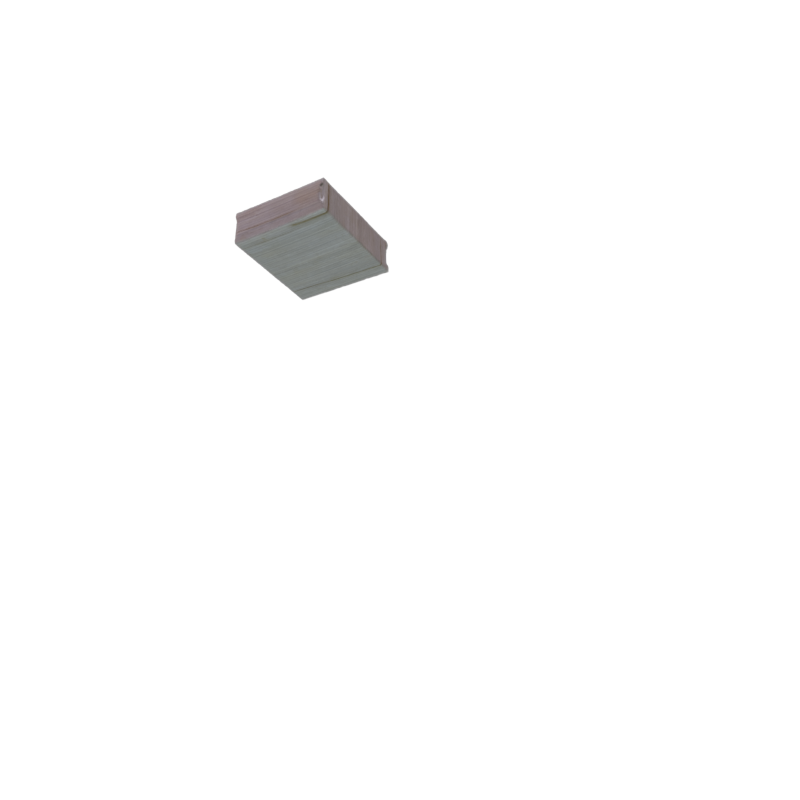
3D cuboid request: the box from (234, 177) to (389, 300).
[{"bbox_3d":[-0.060,-0.110,0.773,0.074,0.032,0.083,-18,-35,27],"label":"box"}]
